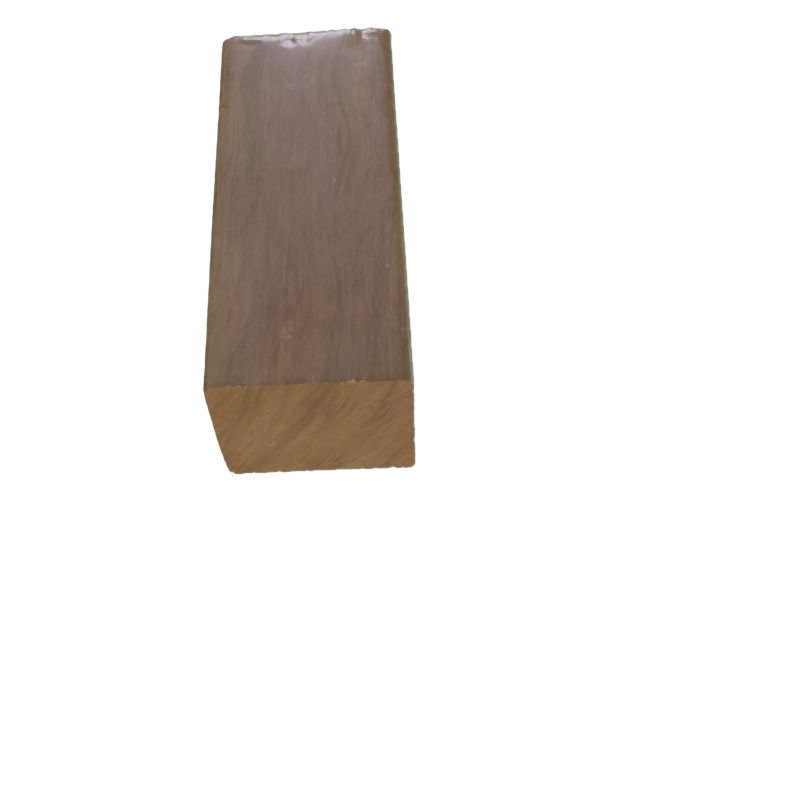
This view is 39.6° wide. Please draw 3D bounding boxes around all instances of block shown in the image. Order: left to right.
[{"bbox_3d":[-0.043,-0.079,0.551,0.091,0.220,0.084,-3,-33,1],"label":"block"}]
